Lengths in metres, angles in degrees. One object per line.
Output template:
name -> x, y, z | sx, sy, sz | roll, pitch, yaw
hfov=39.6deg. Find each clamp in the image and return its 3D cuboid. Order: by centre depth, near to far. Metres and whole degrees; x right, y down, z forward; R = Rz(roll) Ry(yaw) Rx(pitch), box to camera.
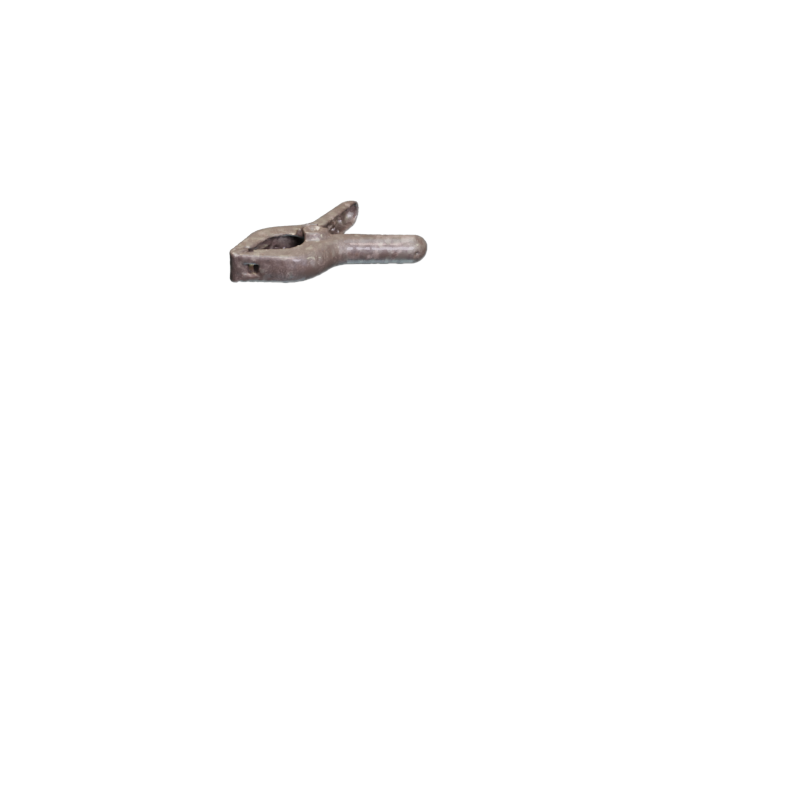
clamp -> -0.076, -0.139, 0.974 | 0.168, 0.037, 0.128 | -10, 25, -23
